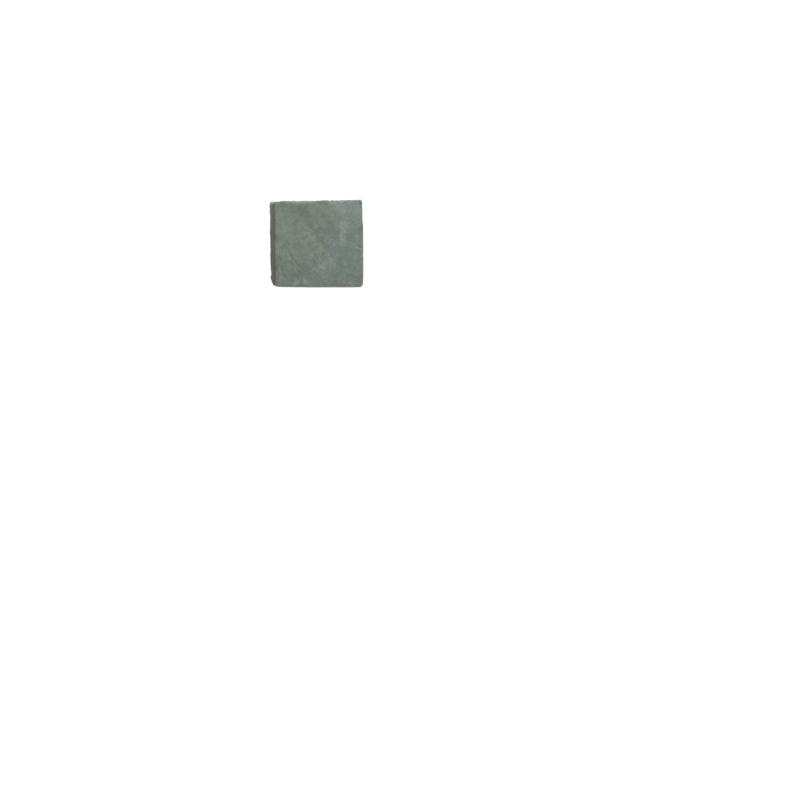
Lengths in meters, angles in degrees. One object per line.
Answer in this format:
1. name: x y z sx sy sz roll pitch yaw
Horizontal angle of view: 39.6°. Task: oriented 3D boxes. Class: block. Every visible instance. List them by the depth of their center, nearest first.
1. block: -0.053 -0.097 0.678 0.052 0.051 0.080 -1 8 -8
